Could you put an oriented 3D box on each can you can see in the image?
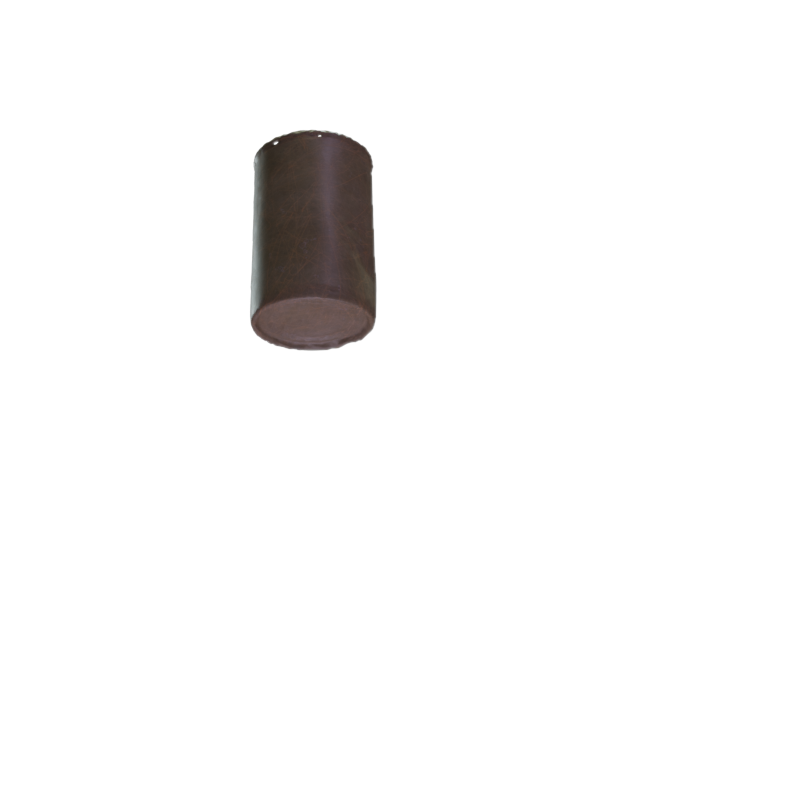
[{"bbox_3d":[-0.047,-0.086,0.605,0.068,0.108,0.065,0,-27,-2],"label":"can"}]
